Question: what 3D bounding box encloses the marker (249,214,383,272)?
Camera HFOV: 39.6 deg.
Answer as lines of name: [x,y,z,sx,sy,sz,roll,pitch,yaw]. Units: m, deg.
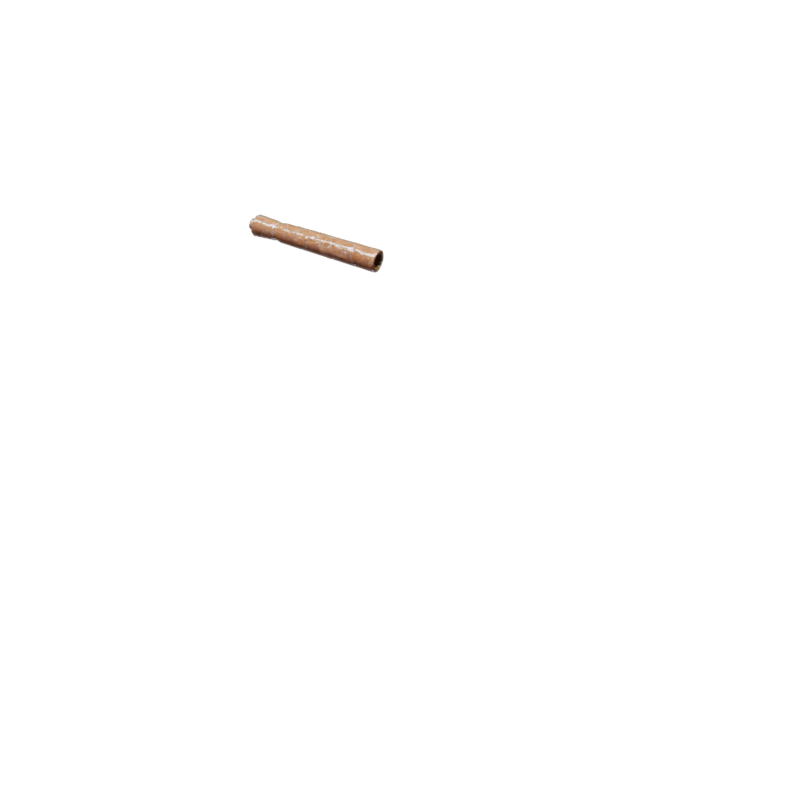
marker: [-0.071,-0.129,0.903,0.127,0.019,0.019,20,12,26]
